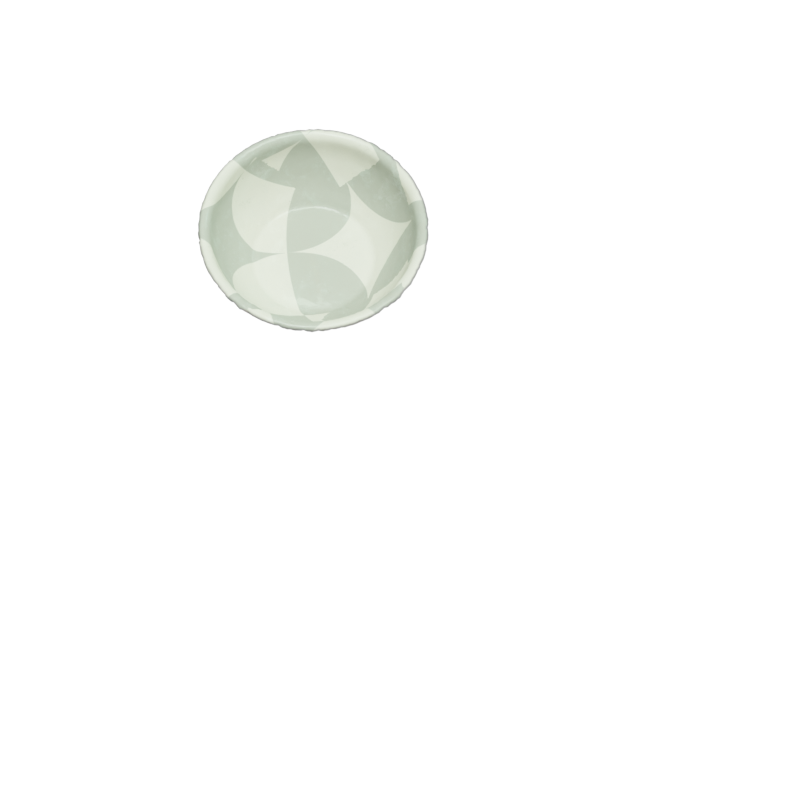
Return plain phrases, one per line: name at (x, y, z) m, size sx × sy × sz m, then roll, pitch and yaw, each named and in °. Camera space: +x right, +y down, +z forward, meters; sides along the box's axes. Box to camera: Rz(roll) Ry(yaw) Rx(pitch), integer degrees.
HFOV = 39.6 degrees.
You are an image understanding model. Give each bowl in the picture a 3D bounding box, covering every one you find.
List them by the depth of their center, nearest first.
bowl at (-0.063, -0.114, 0.799) m, size 0.162 × 0.172 × 0.052 m, roll -1°, pitch -26°, yaw -1°
